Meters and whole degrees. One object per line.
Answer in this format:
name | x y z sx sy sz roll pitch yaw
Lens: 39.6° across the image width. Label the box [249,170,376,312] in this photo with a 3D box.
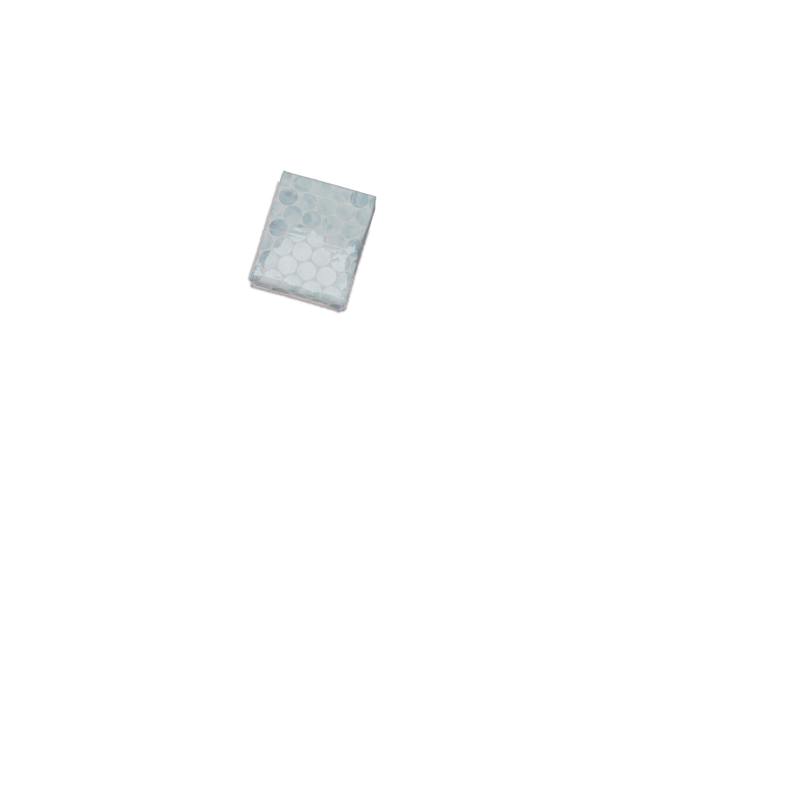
box | -0.064 -0.117 0.817 0.074 0.092 0.029 15 -17 4
